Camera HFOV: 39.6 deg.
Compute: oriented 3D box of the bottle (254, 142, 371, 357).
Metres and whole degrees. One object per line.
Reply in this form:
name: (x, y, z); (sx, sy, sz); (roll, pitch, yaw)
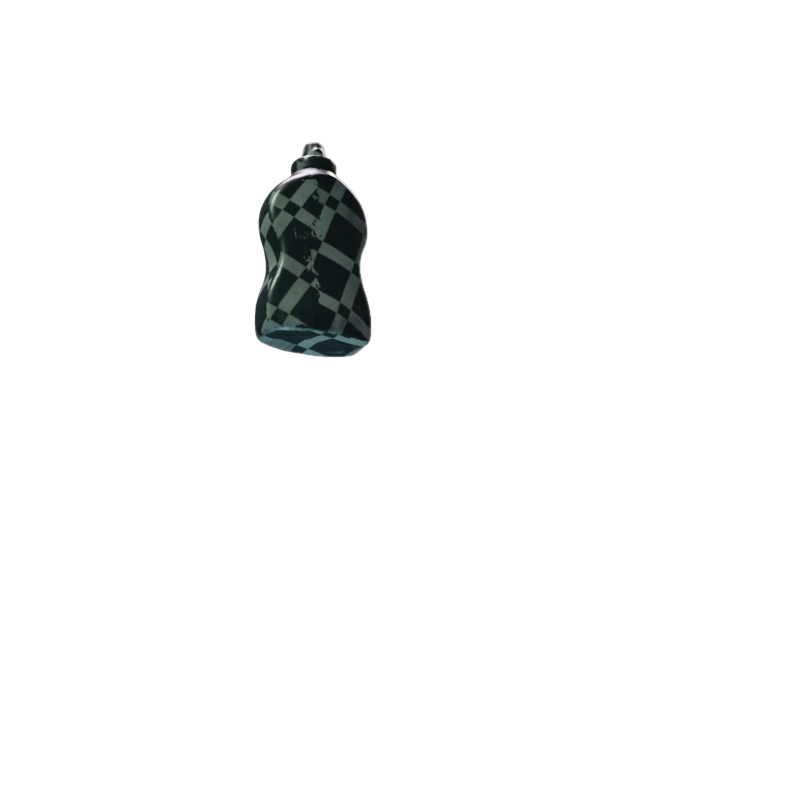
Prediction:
bottle: (-0.075, -0.137, 0.956); (0.093, 0.203, 0.057); (8, -27, -20)
